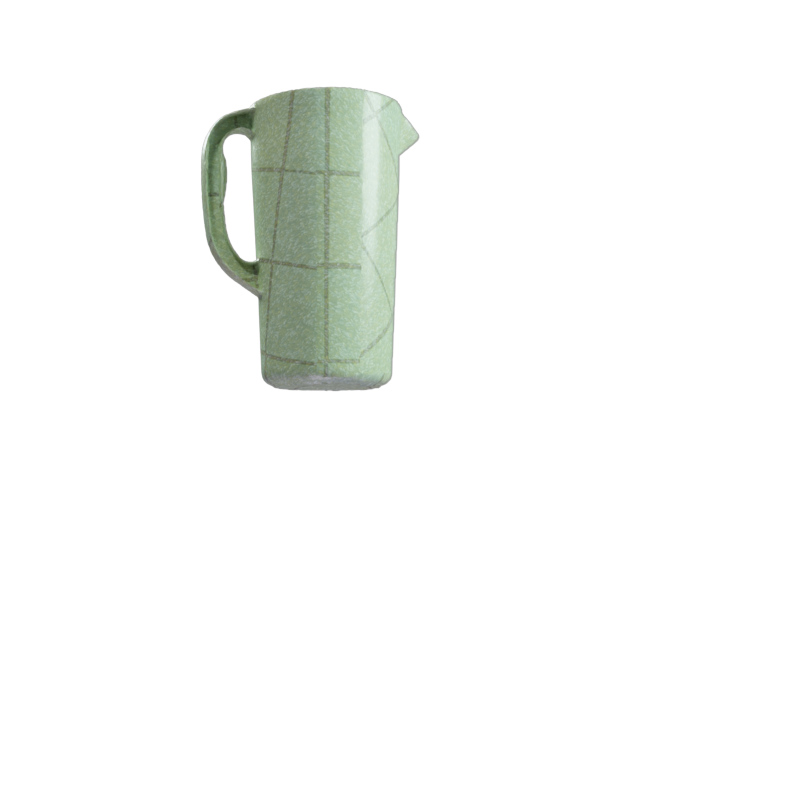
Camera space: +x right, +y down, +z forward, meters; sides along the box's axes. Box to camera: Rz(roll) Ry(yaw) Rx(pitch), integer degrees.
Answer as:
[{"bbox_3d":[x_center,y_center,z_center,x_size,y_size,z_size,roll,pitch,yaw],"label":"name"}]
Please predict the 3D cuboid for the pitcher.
[{"bbox_3d":[-0.073,-0.133,0.929,0.153,0.249,0.138,-5,-10,27],"label":"pitcher"}]
